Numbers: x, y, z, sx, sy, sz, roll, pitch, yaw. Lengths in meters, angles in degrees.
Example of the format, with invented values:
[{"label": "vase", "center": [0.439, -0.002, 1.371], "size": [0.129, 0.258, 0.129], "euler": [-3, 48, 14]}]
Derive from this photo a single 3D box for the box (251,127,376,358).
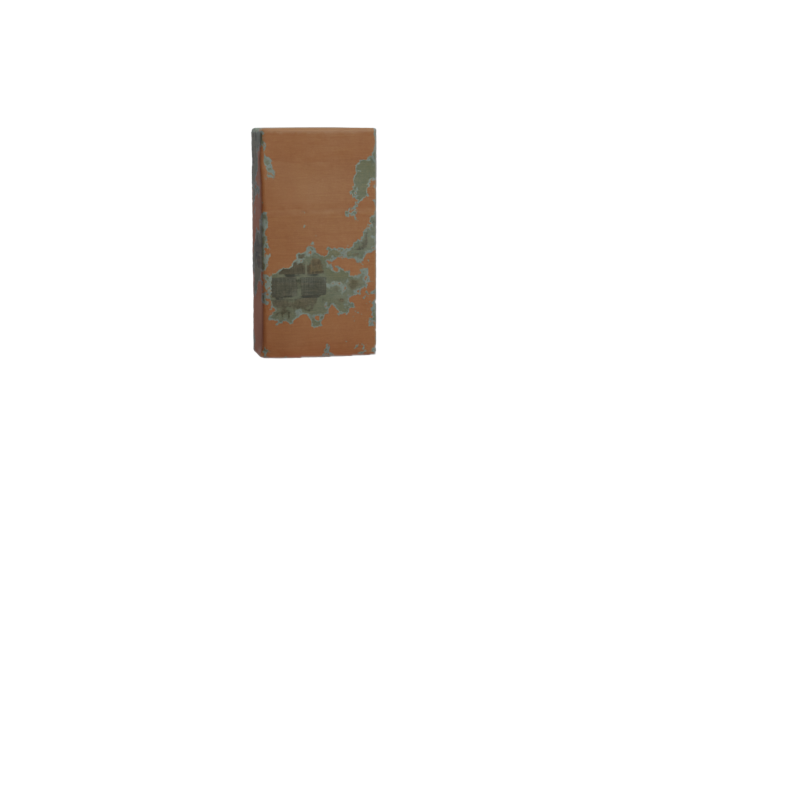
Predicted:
[{"label": "box", "center": [-0.067, -0.122, 0.857], "size": [0.092, 0.174, 0.049], "euler": [-1, 5, -15]}]
